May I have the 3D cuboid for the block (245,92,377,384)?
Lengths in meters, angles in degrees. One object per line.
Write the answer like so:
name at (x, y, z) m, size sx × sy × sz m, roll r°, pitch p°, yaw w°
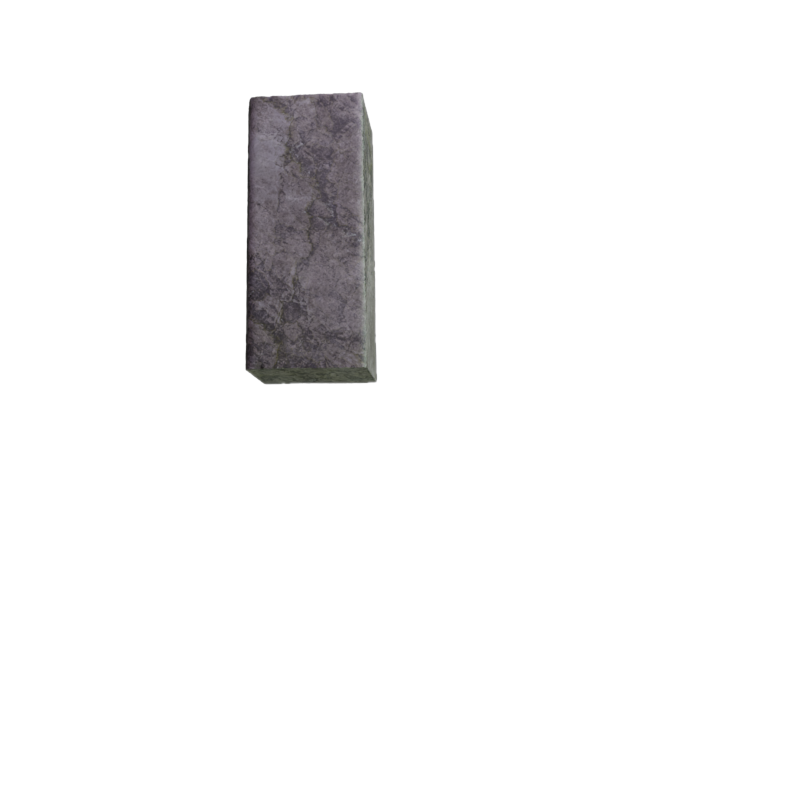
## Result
block at (-0.067, -0.121, 0.846) m, size 0.091 × 0.213 × 0.087 m, roll -2°, pitch -13°, yaw 5°
